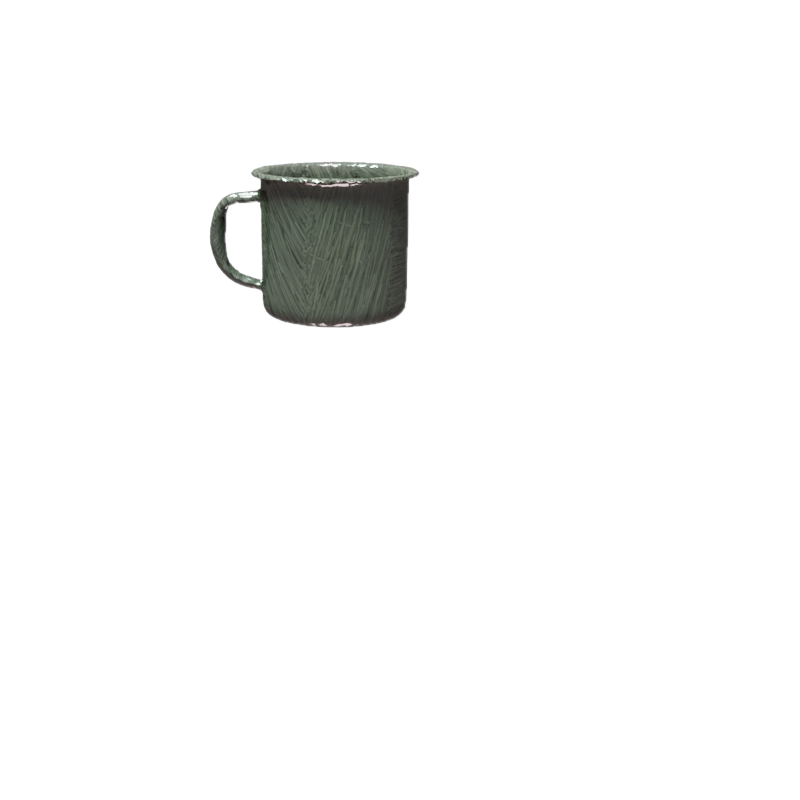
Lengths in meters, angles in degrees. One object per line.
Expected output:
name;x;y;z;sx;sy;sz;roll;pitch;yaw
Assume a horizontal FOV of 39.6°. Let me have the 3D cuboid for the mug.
mug;-0.049;-0.089;0.622;0.117;0.079;0.096;1;14;1
